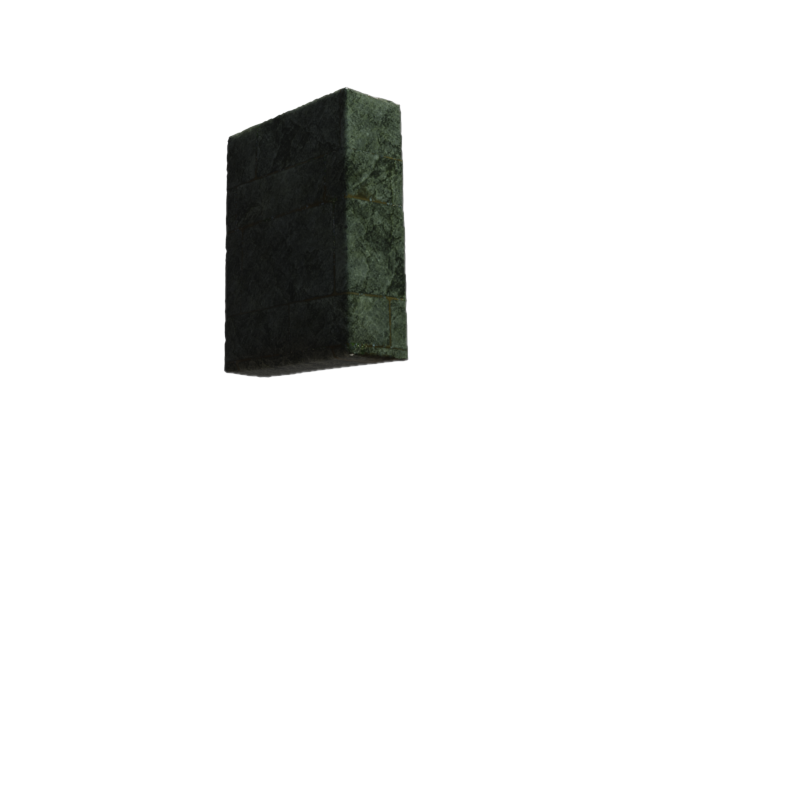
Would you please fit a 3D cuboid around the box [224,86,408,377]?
[{"bbox_3d":[-0.072,-0.132,0.925,0.068,0.220,0.168,10,-15,-42],"label":"box"}]
